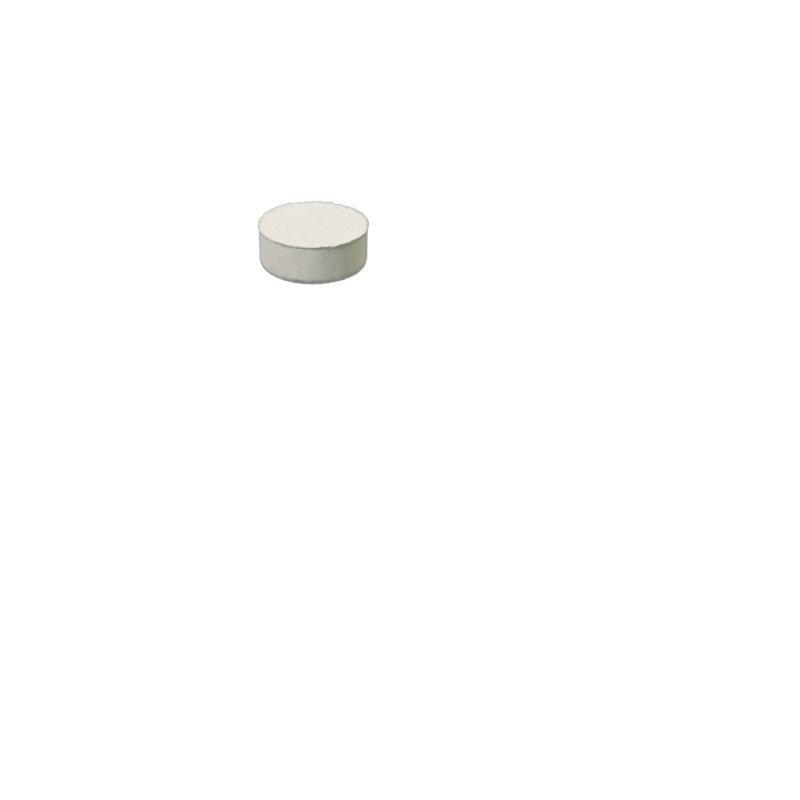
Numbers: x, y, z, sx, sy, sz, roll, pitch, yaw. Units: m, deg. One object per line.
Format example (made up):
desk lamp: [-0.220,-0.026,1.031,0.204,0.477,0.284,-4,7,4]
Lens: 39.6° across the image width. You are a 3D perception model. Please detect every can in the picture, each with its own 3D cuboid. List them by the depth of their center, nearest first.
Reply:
can: [-0.067,-0.123,0.860,0.086,0.032,0.091,-1,31,-2]
